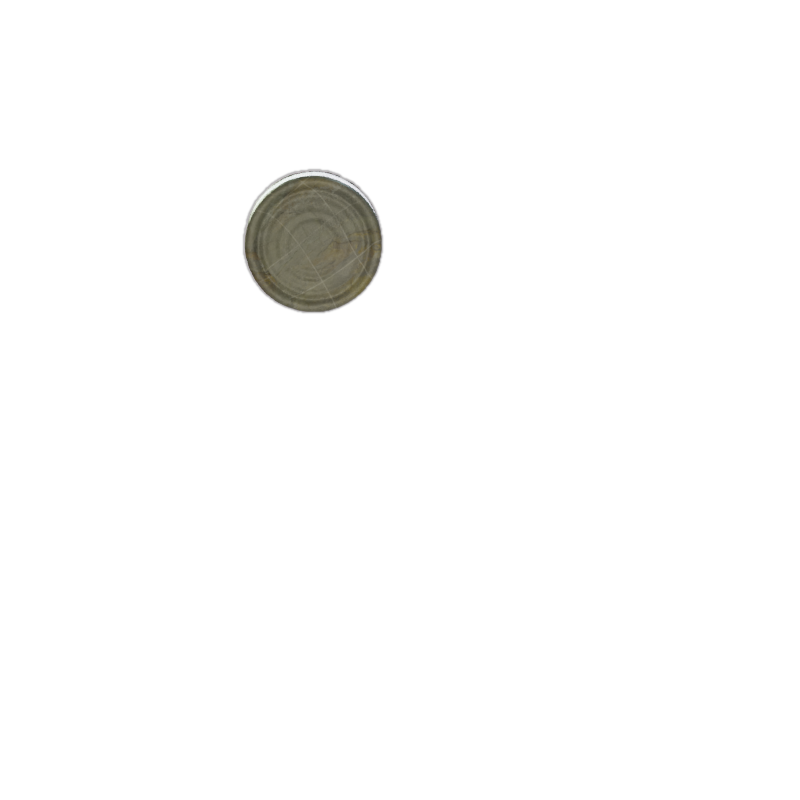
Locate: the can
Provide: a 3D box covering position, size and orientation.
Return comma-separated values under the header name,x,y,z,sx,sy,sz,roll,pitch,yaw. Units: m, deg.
name,x,y,z,sx,sy,sz,roll,pitch,yaw
can,-0.054,-0.098,0.685,0.086,0.084,0.034,0,10,-1
